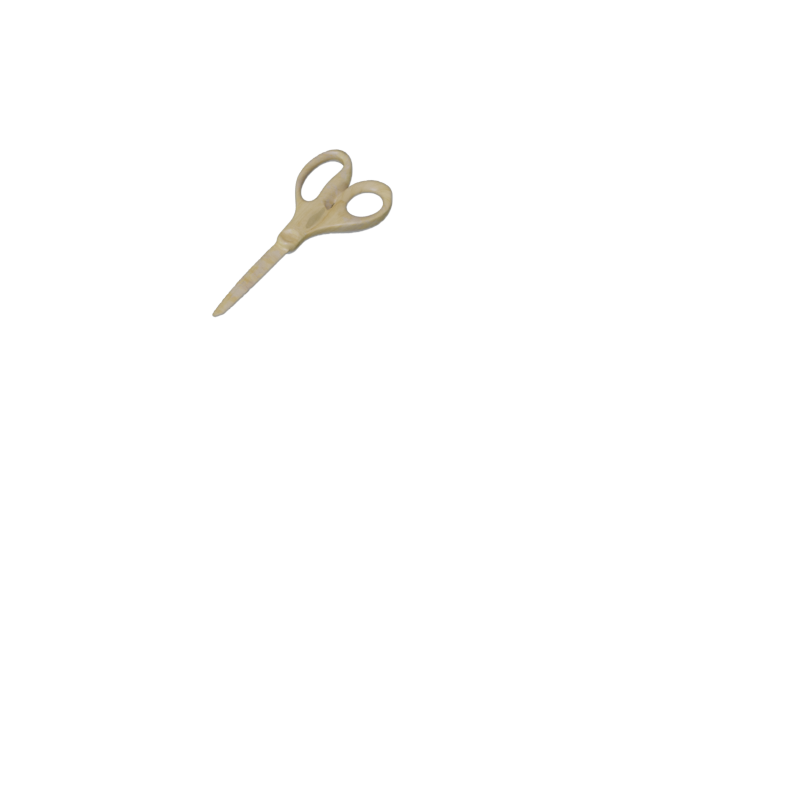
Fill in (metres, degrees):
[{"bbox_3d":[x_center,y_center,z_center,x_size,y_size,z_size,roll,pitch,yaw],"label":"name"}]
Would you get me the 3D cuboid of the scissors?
[{"bbox_3d":[-0.073,-0.134,0.939,0.098,0.211,0.015,16,-33,11],"label":"scissors"}]
